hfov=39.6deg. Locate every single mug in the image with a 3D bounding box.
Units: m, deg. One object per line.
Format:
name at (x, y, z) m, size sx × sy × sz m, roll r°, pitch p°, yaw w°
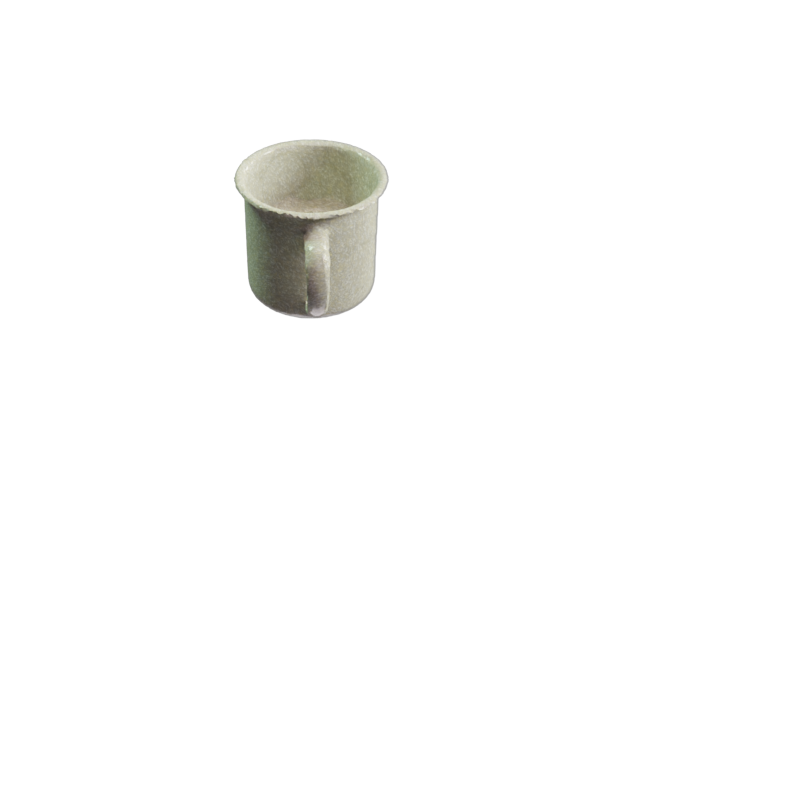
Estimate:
mug at (-0.053, -0.097, 0.682) m, size 0.092 × 0.076 × 0.126 m, roll -4°, pitch 38°, yaw -7°
